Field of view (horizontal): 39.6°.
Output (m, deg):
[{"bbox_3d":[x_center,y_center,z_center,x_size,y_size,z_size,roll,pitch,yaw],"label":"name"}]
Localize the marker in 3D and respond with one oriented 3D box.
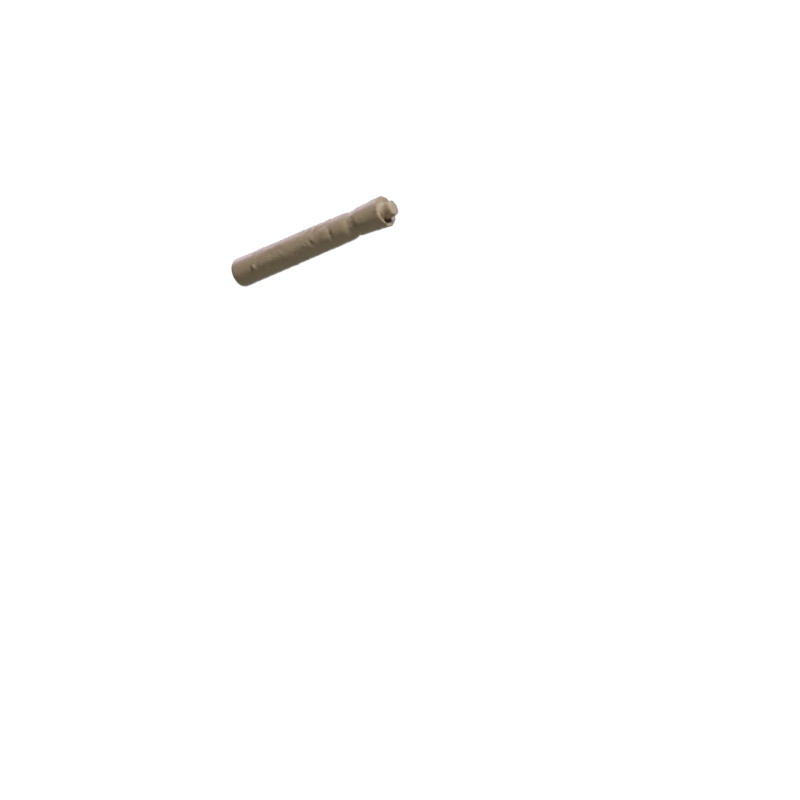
[{"bbox_3d":[-0.052,-0.096,0.671,0.122,0.020,0.019,-17,-7,33],"label":"marker"}]
